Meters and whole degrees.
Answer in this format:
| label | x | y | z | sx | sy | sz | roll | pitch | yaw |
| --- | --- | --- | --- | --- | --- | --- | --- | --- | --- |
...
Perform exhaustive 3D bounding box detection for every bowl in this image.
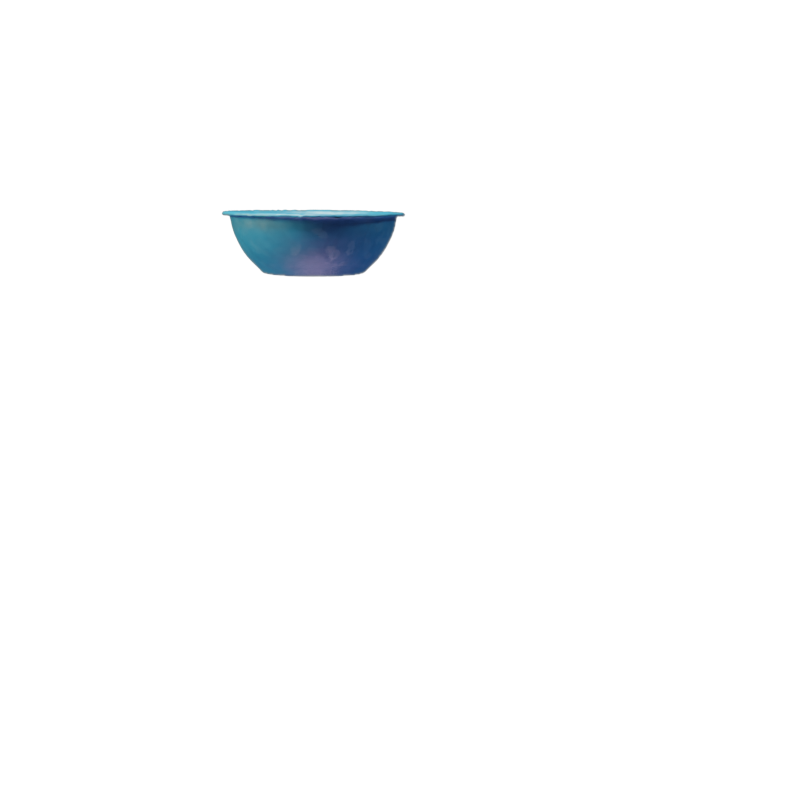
| label | x | y | z | sx | sy | sz | roll | pitch | yaw |
| --- | --- | --- | --- | --- | --- | --- | --- | --- | --- |
| bowl | -0.077 | -0.140 | 0.981 | 0.162 | 0.054 | 0.165 | 0 | 10 | -2 |
